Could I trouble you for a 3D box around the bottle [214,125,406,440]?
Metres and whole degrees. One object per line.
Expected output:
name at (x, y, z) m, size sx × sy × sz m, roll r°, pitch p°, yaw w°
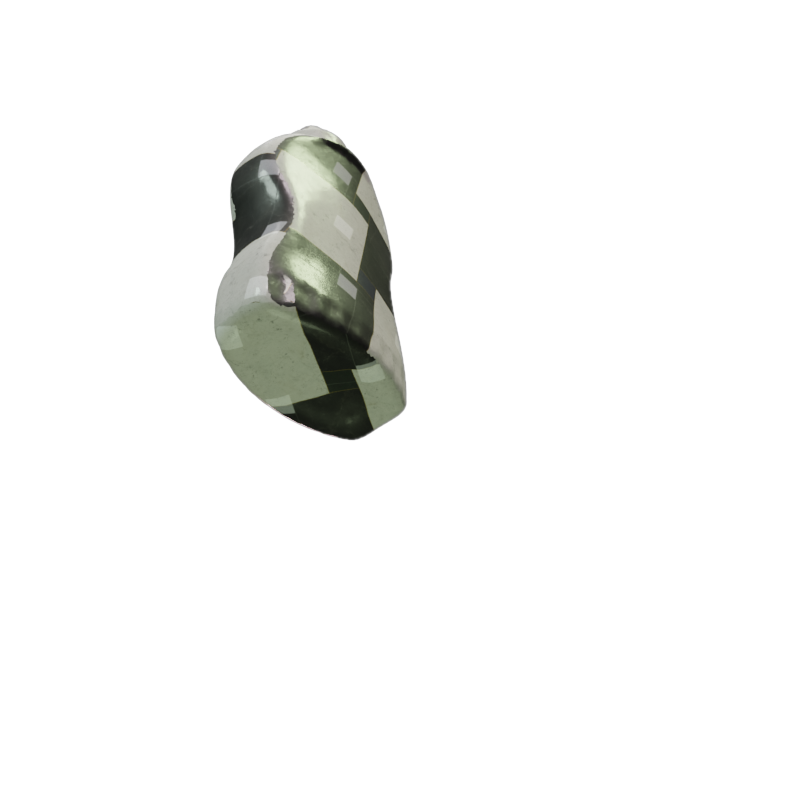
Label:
bottle at (-0.043, -0.078, 0.551) m, size 0.058 × 0.206 × 0.090 m, roll -37°, pitch -55°, yaw 27°
